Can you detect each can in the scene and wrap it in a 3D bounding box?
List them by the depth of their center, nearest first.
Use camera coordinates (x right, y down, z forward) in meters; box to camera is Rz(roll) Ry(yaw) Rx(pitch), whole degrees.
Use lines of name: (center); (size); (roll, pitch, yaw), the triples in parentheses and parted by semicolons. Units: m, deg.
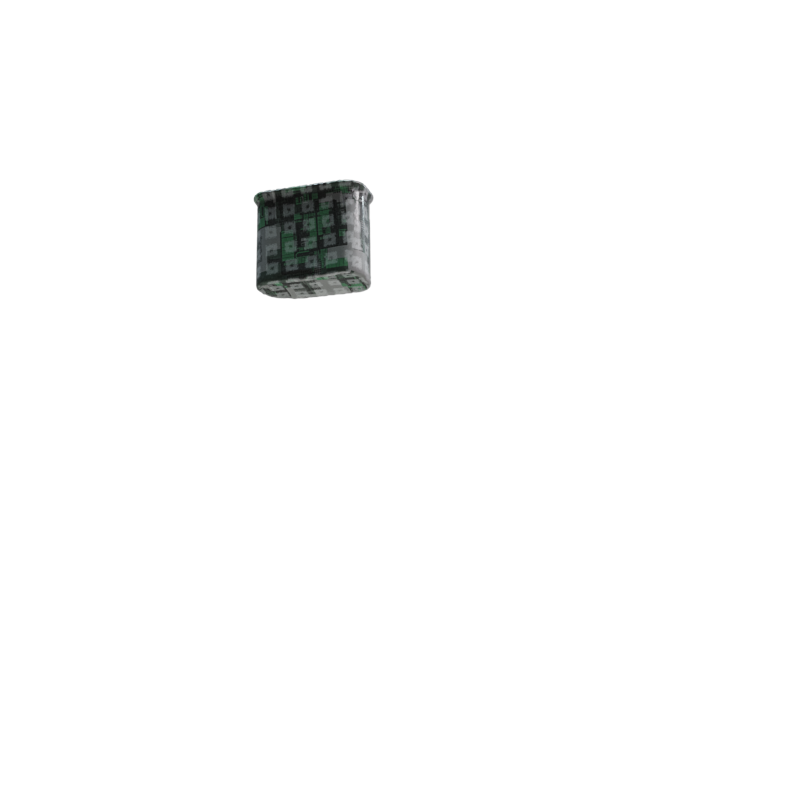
can: (-0.074, -0.136, 0.952); (0.104, 0.088, 0.054); (-6, -19, 17)
